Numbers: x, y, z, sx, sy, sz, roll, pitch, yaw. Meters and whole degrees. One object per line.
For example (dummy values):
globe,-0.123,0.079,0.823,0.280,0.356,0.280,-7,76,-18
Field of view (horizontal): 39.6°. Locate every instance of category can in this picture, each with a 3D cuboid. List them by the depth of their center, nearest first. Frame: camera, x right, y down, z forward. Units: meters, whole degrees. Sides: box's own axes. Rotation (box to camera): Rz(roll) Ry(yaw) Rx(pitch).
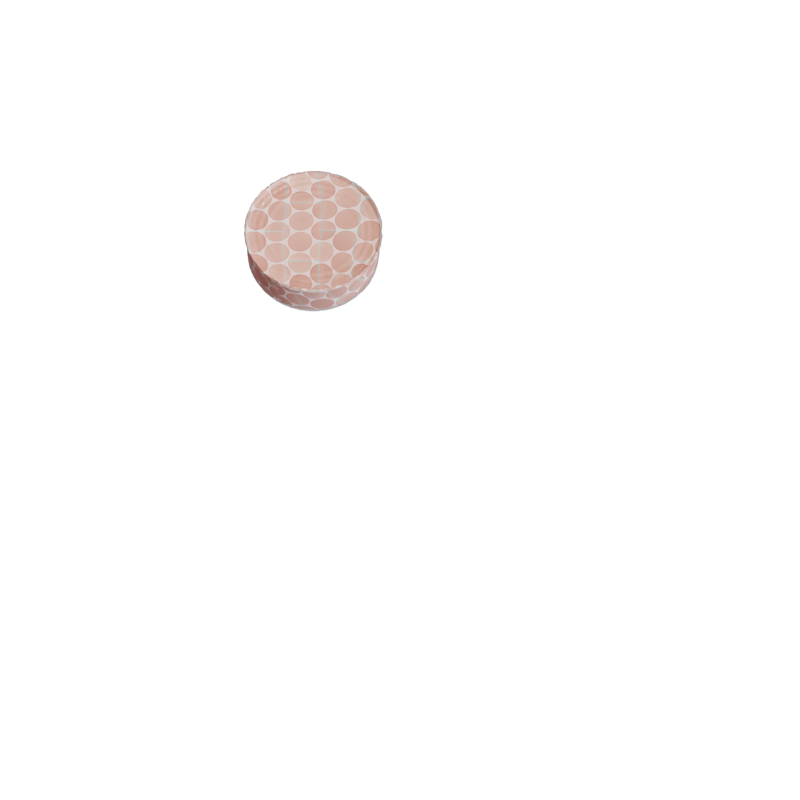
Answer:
can,-0.055,-0.100,0.699,0.086,0.091,0.032,-1,-27,-1
